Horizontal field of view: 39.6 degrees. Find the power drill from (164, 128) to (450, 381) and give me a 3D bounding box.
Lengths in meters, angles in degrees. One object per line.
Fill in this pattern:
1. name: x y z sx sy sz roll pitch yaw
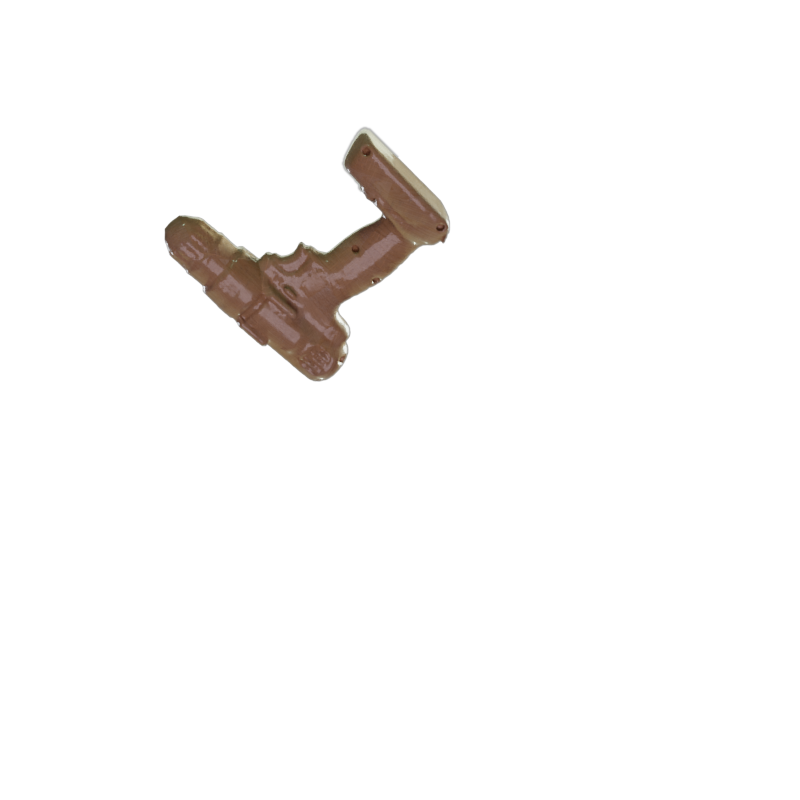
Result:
1. power drill: -0.069 -0.126 0.884 0.185 0.177 0.061 -42 19 17
